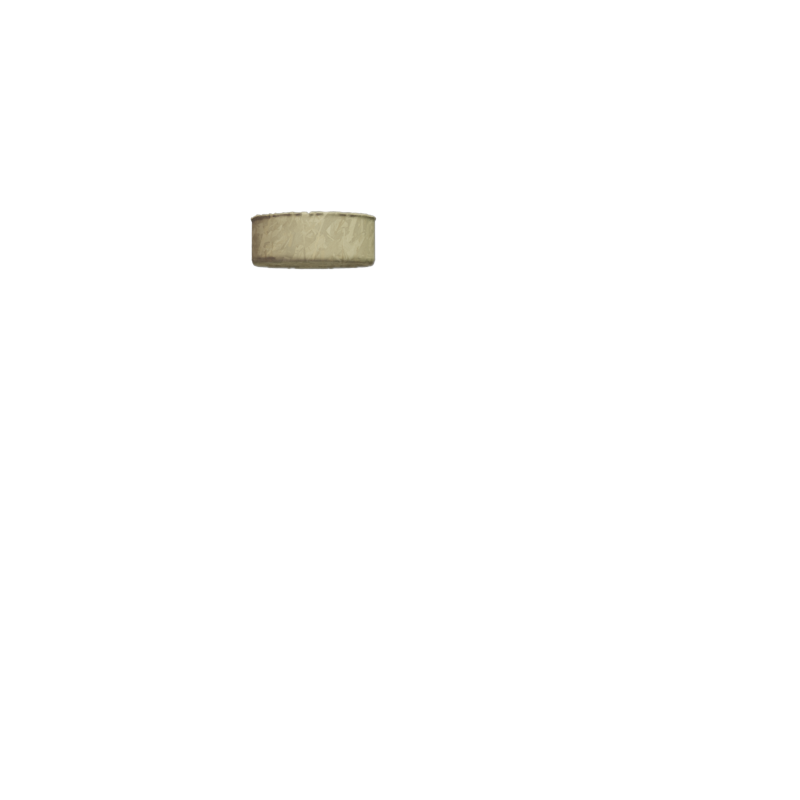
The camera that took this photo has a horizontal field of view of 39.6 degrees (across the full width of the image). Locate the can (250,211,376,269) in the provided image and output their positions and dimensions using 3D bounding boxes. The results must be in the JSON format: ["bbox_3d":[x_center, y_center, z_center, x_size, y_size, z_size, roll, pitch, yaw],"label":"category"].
[{"bbox_3d":[-0.059,-0.108,0.757,0.086,0.034,0.086,0,2,-2],"label":"can"}]
